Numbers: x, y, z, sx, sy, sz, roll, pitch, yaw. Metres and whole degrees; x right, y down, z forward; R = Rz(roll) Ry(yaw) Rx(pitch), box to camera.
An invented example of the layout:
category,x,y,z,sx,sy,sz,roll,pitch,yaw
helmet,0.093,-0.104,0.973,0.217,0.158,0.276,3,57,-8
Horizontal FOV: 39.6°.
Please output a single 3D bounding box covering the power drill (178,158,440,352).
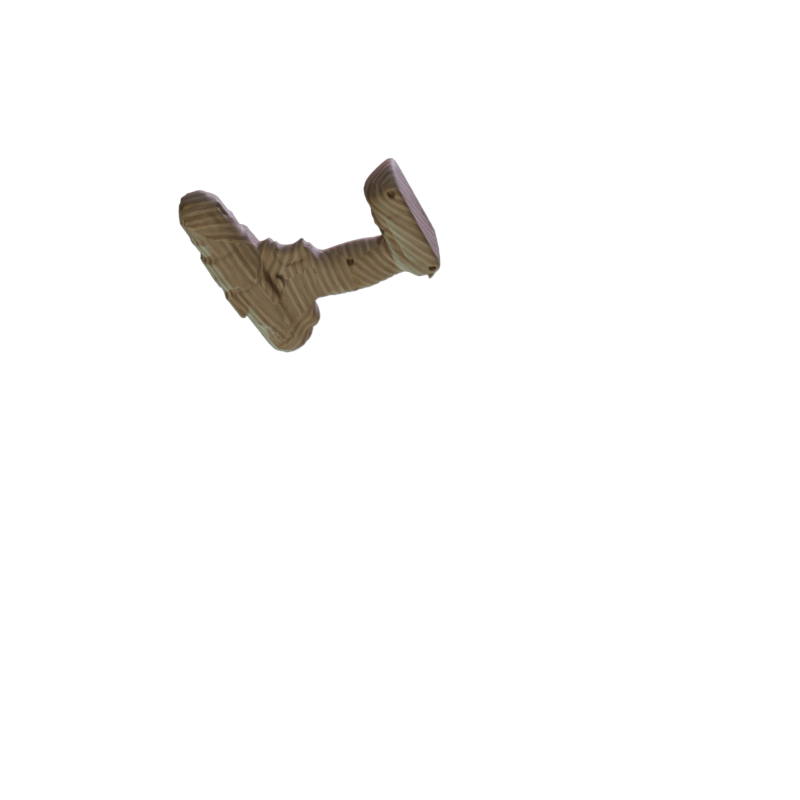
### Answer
category,x,y,z,sx,sy,sz,roll,pitch,yaw
power drill,-0.074,-0.135,0.948,0.189,0.062,0.171,-20,-50,18
